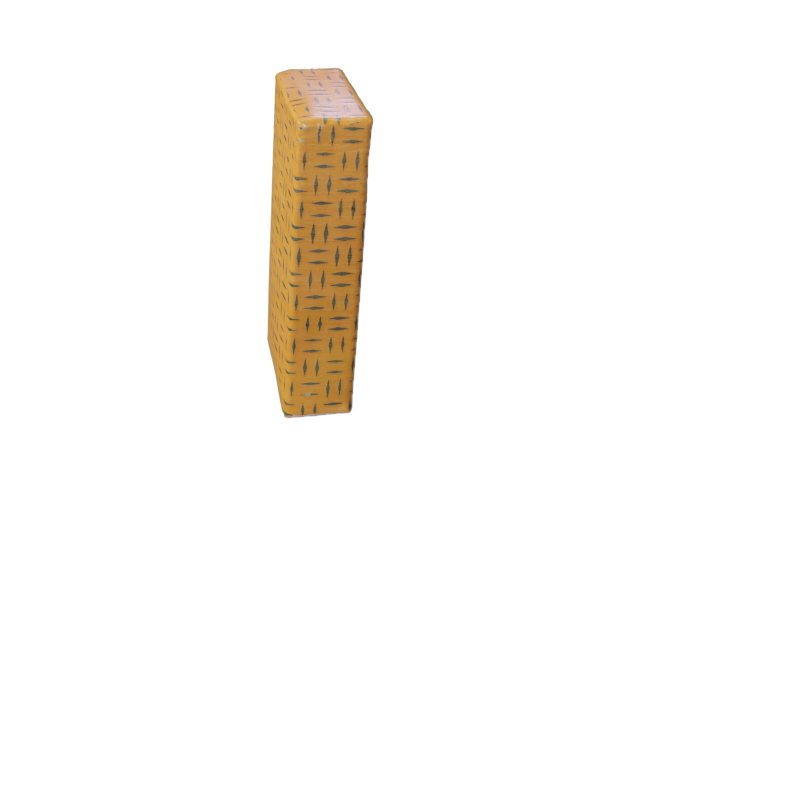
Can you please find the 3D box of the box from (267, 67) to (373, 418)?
[{"bbox_3d":[-0.049,-0.089,0.621,0.047,0.167,0.100,-4,28,-11],"label":"box"}]
